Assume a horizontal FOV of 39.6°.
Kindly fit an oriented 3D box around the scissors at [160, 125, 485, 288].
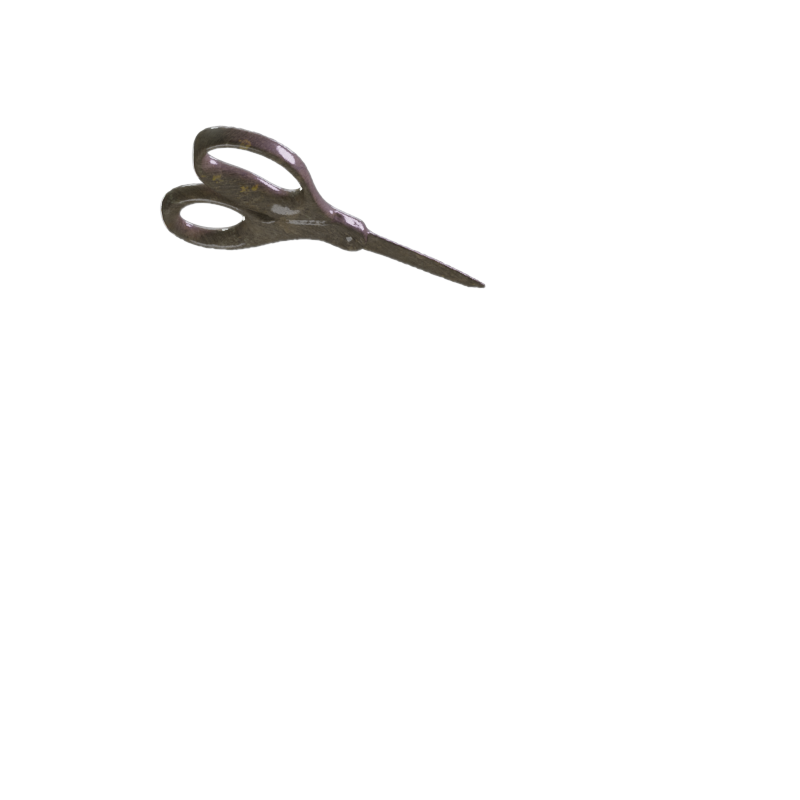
[{"bbox_3d":[-0.049,-0.089,0.620,0.096,0.017,0.188,-24,-39,34],"label":"scissors"}]
